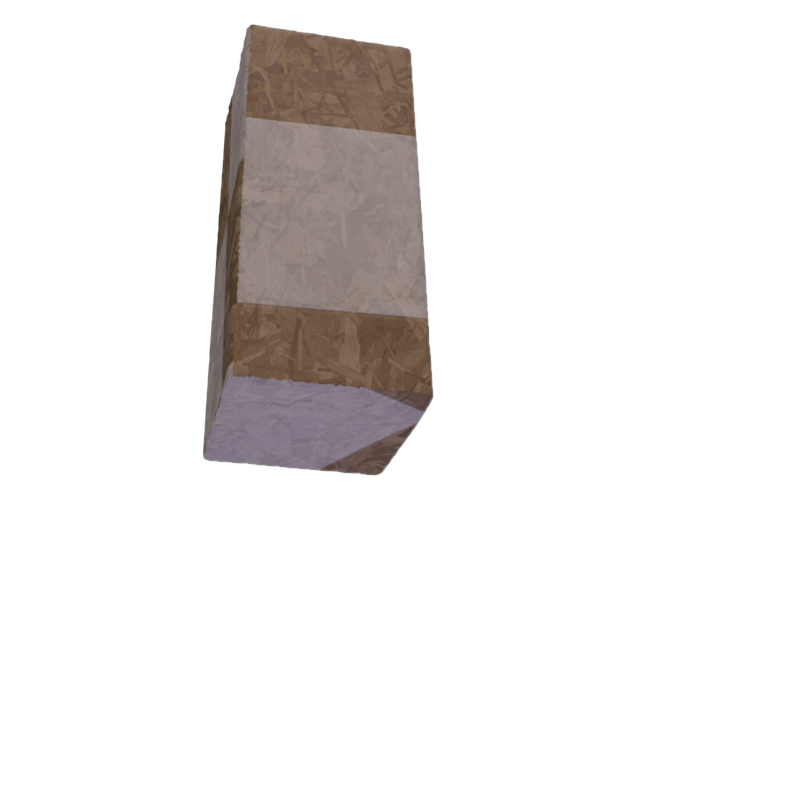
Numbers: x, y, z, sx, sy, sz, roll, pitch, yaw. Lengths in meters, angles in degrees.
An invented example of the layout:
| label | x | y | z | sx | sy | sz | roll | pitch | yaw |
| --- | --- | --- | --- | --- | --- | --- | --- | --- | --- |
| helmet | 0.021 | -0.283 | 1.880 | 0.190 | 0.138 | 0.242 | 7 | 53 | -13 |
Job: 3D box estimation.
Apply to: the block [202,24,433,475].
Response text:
| label | x | y | z | sx | sy | sz | roll | pitch | yaw |
| --- | --- | --- | --- | --- | --- | --- | --- | --- | --- |
| block | -0.043 | -0.079 | 0.556 | 0.089 | 0.220 | 0.086 | 6 | -33 | -13 |
